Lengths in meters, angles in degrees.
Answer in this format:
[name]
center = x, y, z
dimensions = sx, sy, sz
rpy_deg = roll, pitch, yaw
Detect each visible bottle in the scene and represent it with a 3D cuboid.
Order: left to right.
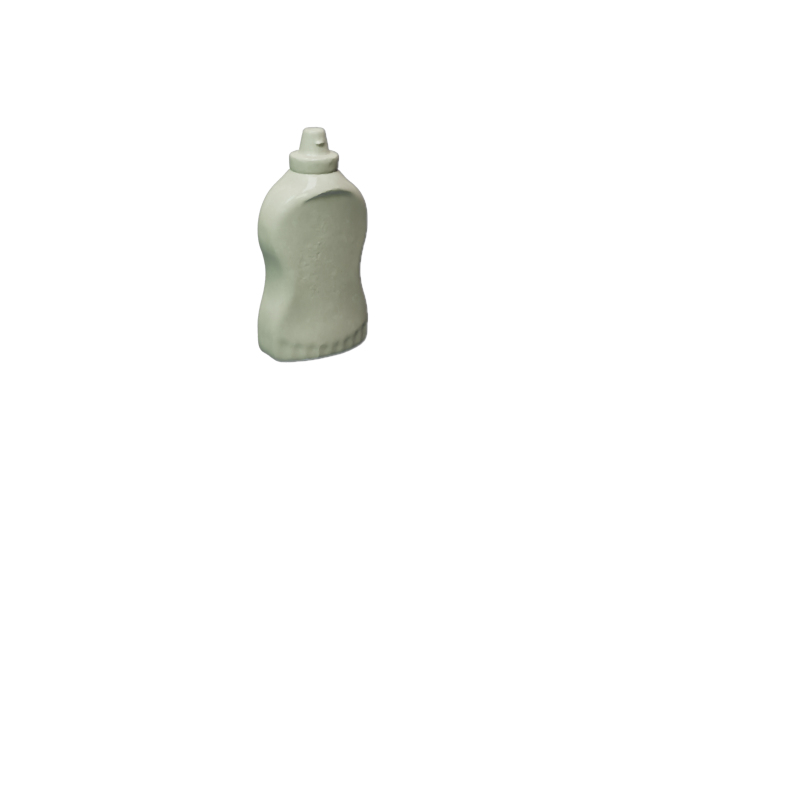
[bottle]
center = -0.072, -0.132, 0.925
dimensions = 0.094, 0.184, 0.062
rpy_deg = -10, 21, -30
